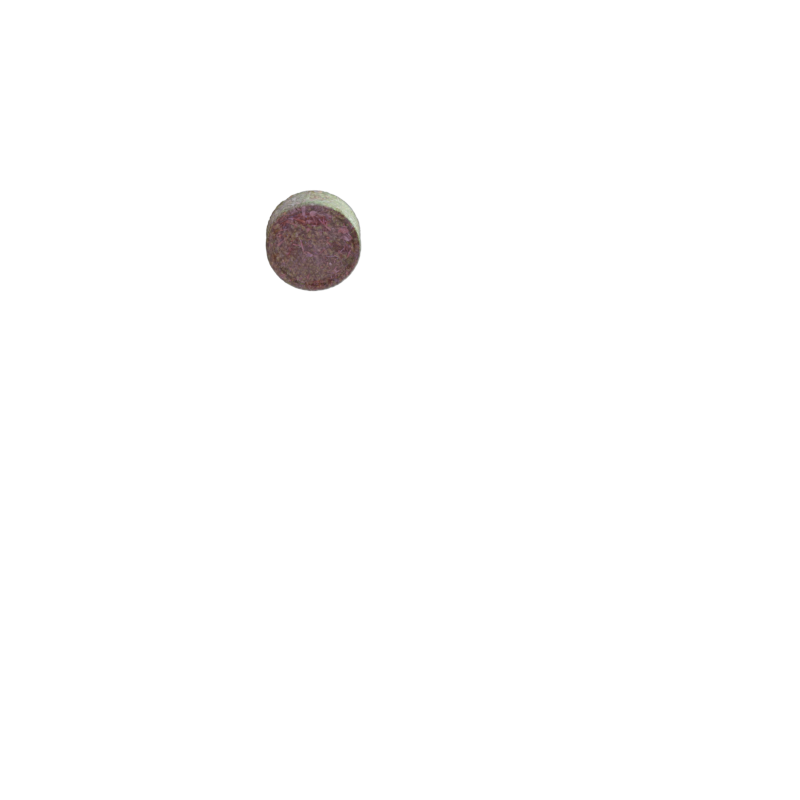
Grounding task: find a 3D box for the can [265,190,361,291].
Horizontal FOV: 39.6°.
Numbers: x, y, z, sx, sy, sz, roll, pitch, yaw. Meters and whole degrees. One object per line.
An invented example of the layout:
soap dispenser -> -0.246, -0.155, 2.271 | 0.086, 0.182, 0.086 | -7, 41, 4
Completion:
can -> -0.077, -0.141, 0.985 | 0.086, 0.082, 0.035 | 1, 24, -1
